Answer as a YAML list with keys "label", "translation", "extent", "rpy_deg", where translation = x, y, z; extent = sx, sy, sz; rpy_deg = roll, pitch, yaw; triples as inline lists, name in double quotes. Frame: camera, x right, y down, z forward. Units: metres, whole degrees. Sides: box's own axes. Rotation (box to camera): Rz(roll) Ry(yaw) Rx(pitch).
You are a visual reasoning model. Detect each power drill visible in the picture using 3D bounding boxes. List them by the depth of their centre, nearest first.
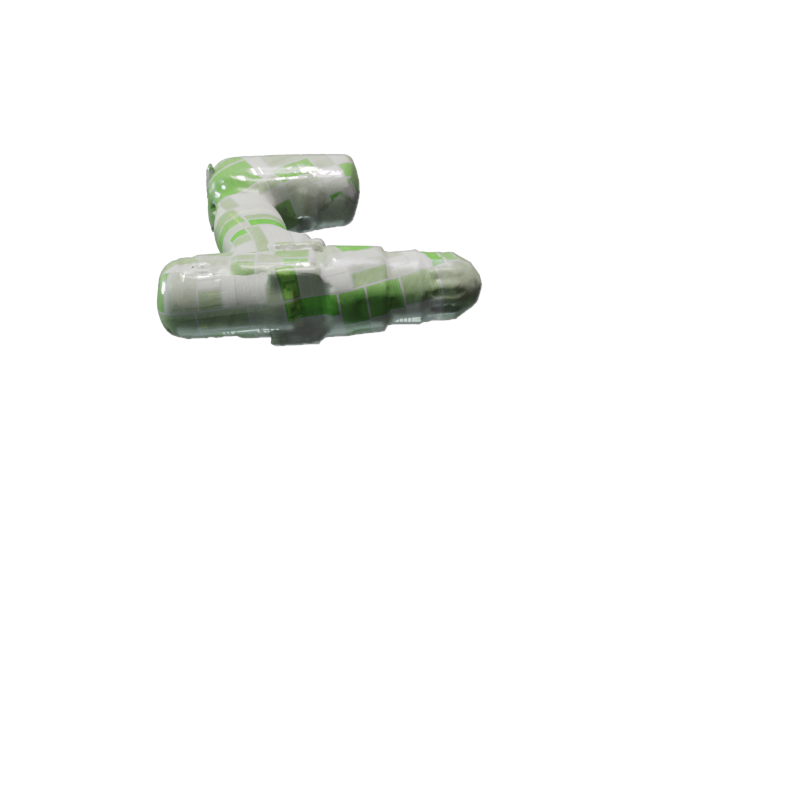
- label: "power drill"
  translation: [-0.054, -0.099, 0.694]
  extent: [0.183, 0.054, 0.199]
  rpy_deg: [-2, 29, -5]
